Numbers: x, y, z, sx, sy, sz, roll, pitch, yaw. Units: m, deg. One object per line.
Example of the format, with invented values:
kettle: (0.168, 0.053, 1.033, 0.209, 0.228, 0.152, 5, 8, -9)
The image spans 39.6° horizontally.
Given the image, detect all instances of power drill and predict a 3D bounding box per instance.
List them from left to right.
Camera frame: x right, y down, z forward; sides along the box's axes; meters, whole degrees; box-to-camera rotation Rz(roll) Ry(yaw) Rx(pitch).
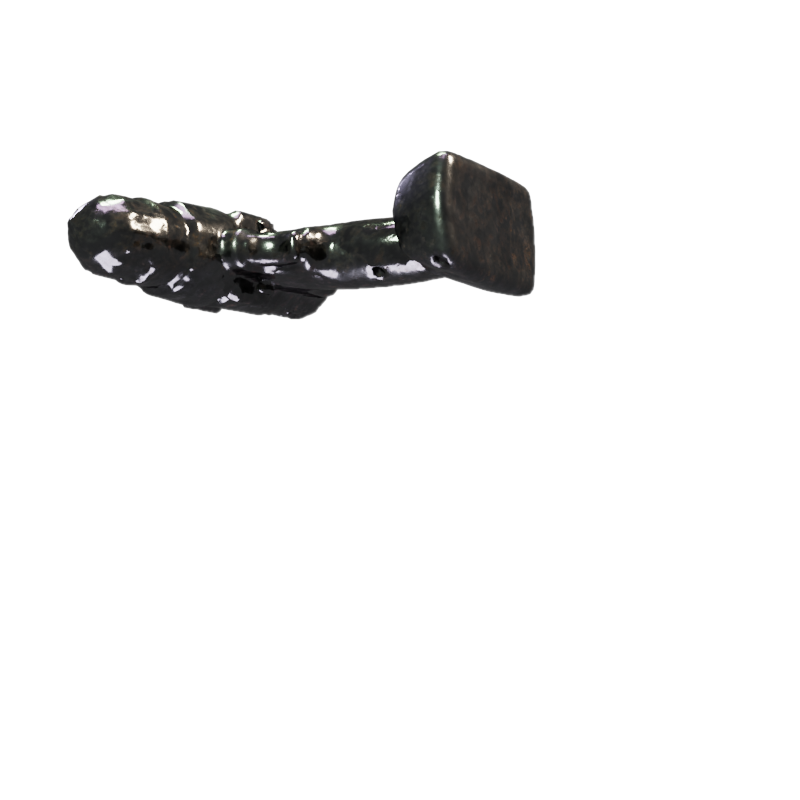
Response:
power drill: (-0.043, -0.078, 0.547, 0.193, 0.058, 0.176, -2, -3, 33)
